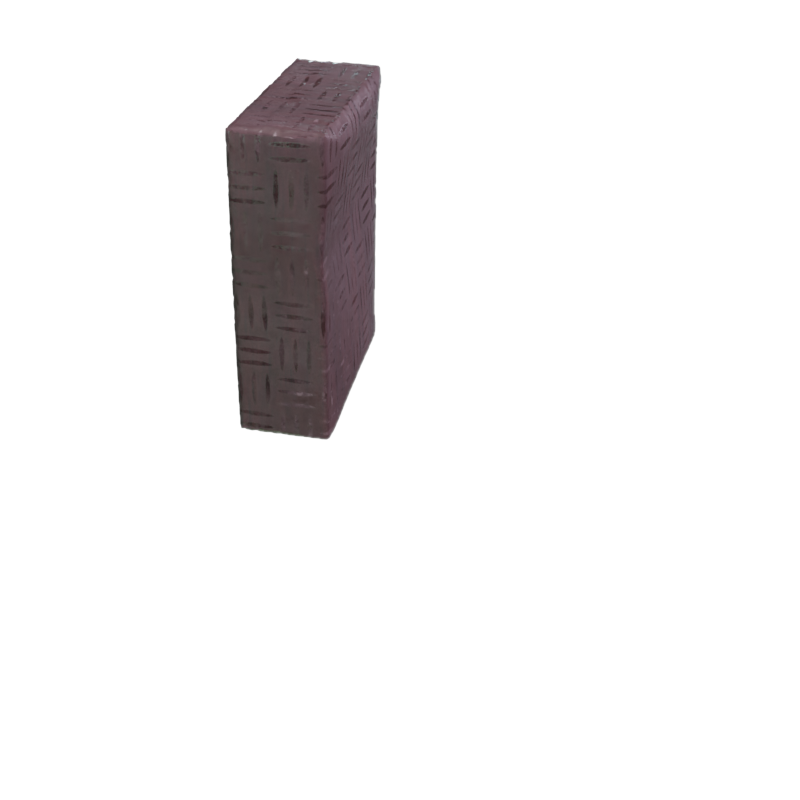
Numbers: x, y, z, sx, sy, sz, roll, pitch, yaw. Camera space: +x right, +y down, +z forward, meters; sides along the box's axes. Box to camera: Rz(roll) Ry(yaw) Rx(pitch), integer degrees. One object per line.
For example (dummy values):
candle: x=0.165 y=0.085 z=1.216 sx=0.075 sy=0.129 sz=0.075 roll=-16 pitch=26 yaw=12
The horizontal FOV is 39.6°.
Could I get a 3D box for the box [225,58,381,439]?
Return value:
box: x=-0.060 y=-0.109 z=0.761 sx=0.073 sy=0.202 sz=0.171 roll=6 pitch=29 yaw=8
